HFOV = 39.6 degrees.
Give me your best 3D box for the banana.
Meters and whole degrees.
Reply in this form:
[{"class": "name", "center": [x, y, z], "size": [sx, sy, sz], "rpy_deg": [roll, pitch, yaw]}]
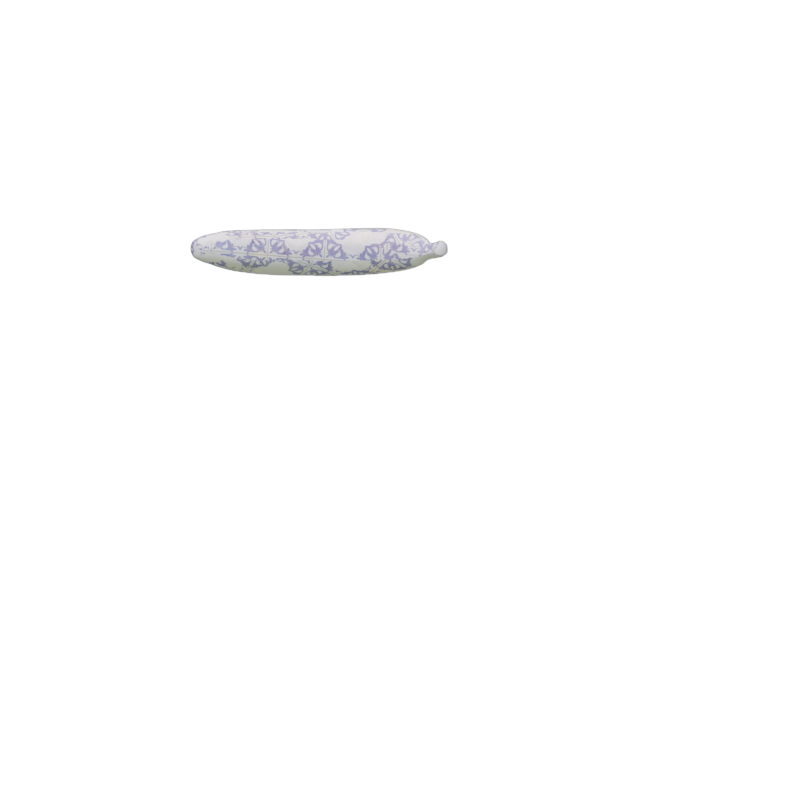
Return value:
[{"class": "banana", "center": [-0.062, -0.120, 0.874], "size": [0.199, 0.038, 0.067], "rpy_deg": [-1, -10, 6]}]
